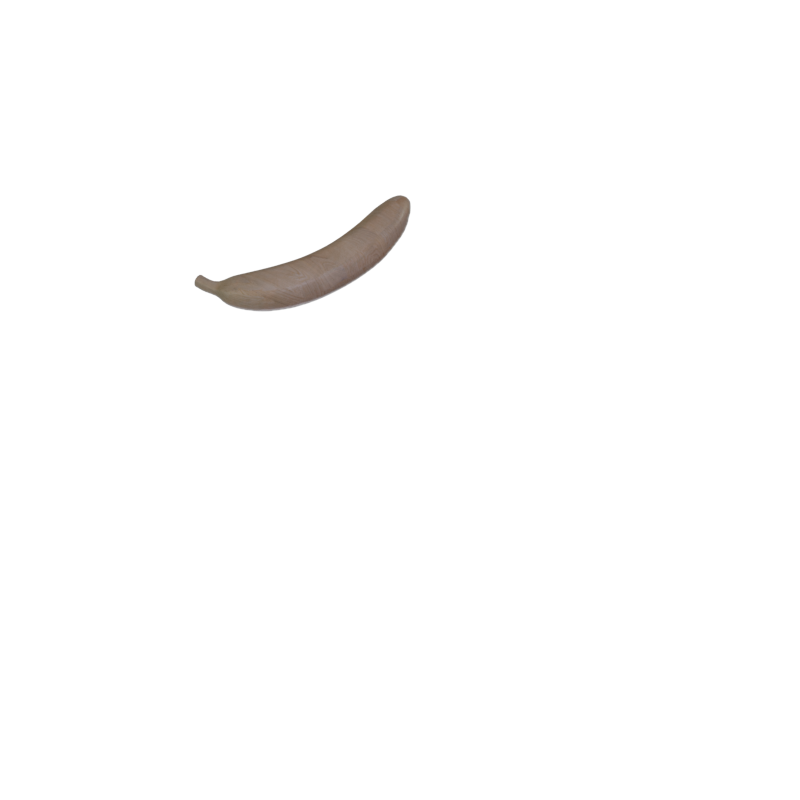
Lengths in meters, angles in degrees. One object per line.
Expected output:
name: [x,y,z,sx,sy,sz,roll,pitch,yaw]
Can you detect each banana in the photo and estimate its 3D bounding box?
banana: [-0.067,-0.115,0.908,0.197,0.075,0.034,-23,-32,-16]
